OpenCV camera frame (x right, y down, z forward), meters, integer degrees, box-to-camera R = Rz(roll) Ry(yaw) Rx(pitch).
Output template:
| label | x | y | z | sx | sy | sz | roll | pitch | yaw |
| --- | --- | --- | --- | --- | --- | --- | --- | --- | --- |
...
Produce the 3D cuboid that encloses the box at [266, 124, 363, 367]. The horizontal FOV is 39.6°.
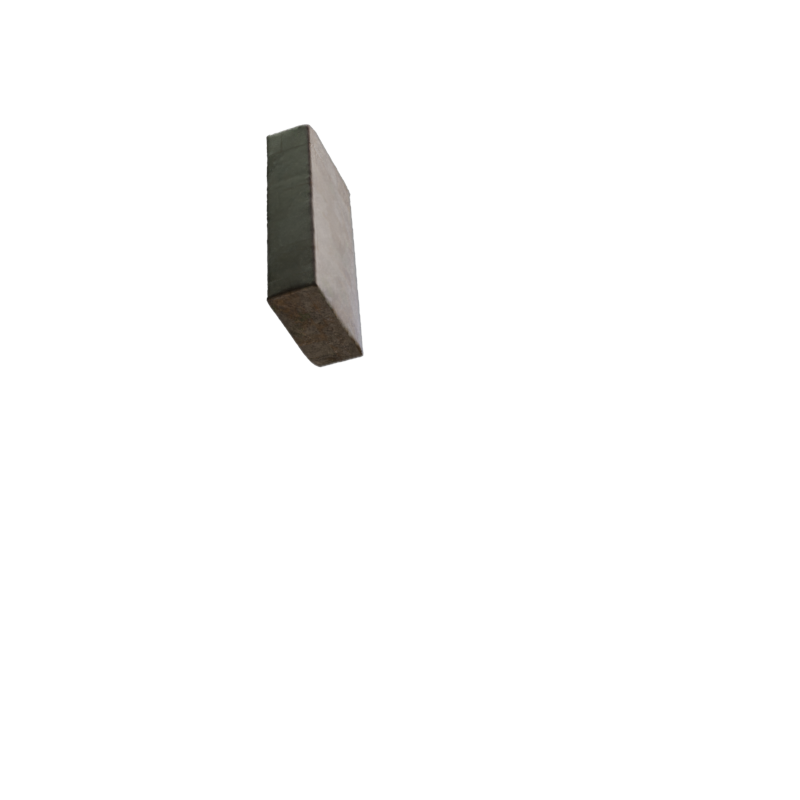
| label | x | y | z | sx | sy | sz | roll | pitch | yaw |
| --- | --- | --- | --- | --- | --- | --- | --- | --- | --- |
| box | -0.067 | -0.123 | 0.858 | 0.048 | 0.189 | 0.086 | -16 | -40 | 15 |
